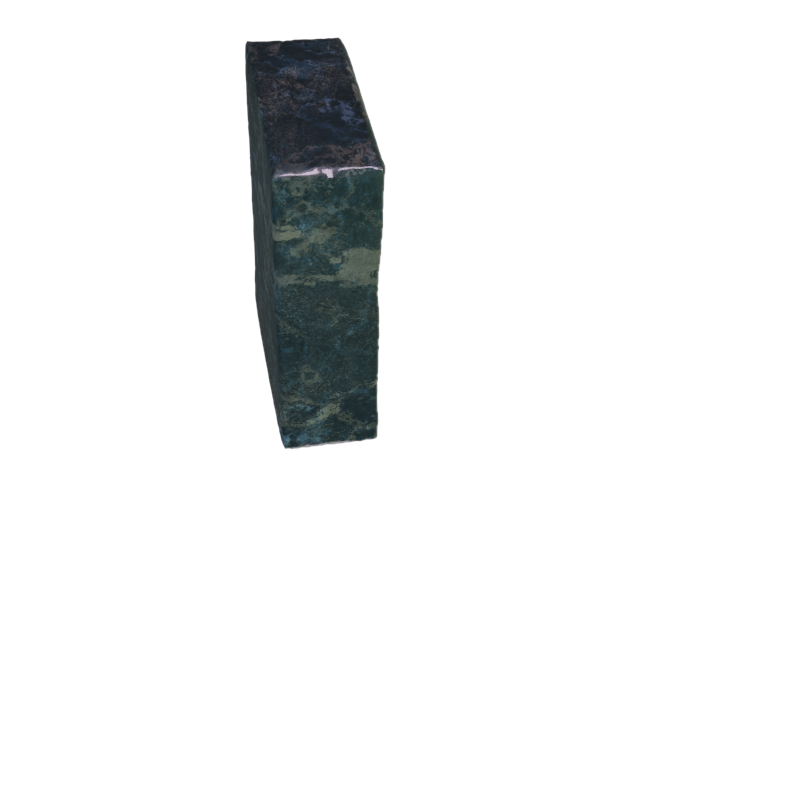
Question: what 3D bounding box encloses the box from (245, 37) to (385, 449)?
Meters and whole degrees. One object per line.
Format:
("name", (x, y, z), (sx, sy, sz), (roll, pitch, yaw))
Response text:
("box", (-0.056, -0.102, 0.717), (0.071, 0.199, 0.177), (-5, 41, -10))
